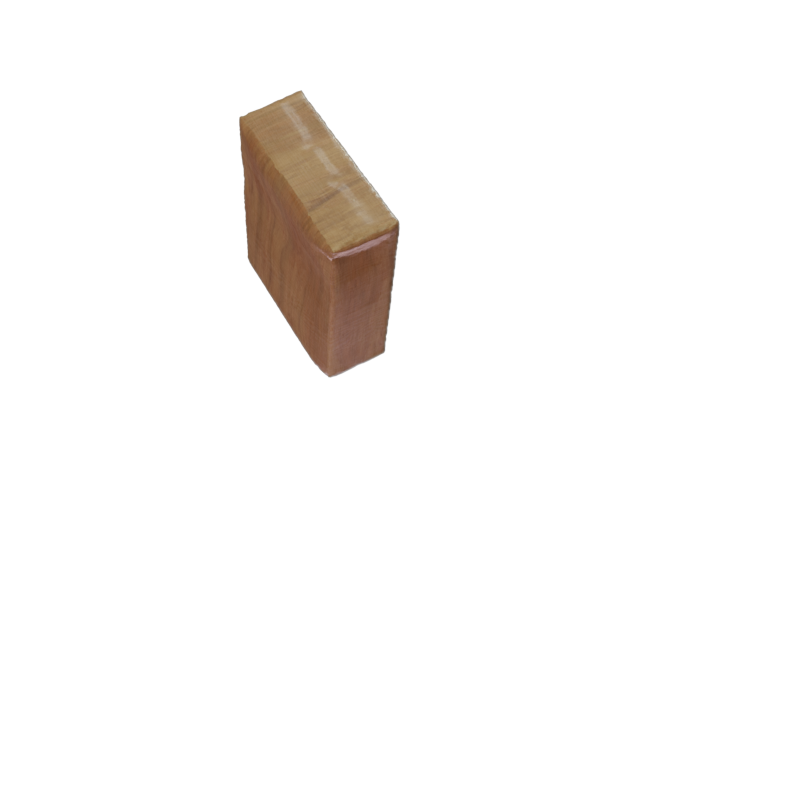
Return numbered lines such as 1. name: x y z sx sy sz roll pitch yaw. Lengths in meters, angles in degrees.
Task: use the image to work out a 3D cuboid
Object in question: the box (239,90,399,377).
1. box: -0.077 -0.141 0.988 0.072 0.175 0.201 -26 -26 -17
